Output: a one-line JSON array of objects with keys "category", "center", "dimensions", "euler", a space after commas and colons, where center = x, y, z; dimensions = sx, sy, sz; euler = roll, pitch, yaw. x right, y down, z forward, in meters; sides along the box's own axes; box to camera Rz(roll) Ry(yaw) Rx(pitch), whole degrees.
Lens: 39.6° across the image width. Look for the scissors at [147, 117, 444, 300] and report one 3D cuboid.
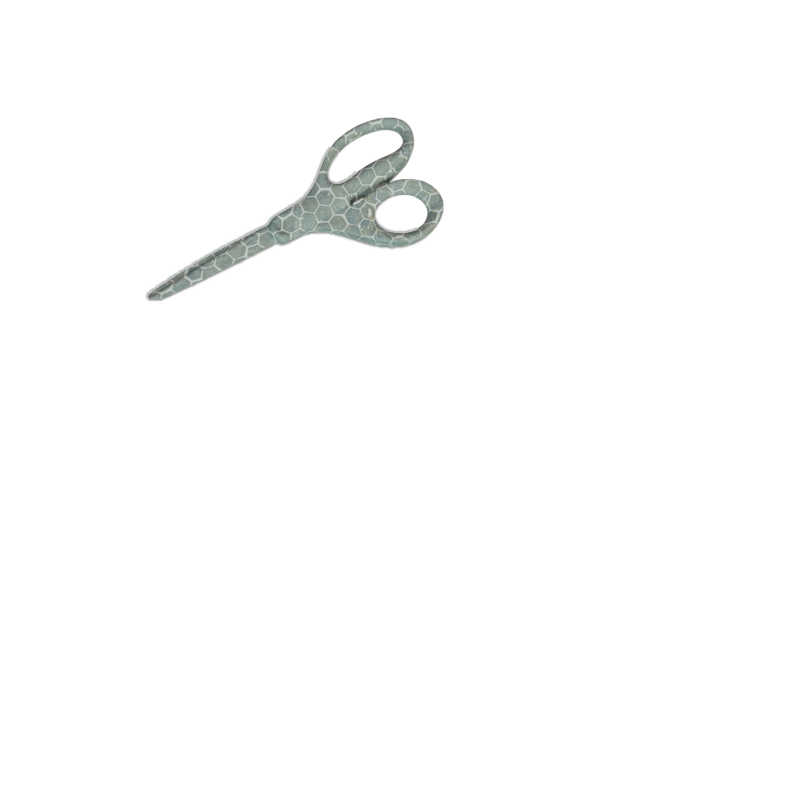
[{"category": "scissors", "center": [-0.056, -0.101, 0.709], "dimensions": [0.099, 0.203, 0.015], "euler": [43, -14, 13]}]
